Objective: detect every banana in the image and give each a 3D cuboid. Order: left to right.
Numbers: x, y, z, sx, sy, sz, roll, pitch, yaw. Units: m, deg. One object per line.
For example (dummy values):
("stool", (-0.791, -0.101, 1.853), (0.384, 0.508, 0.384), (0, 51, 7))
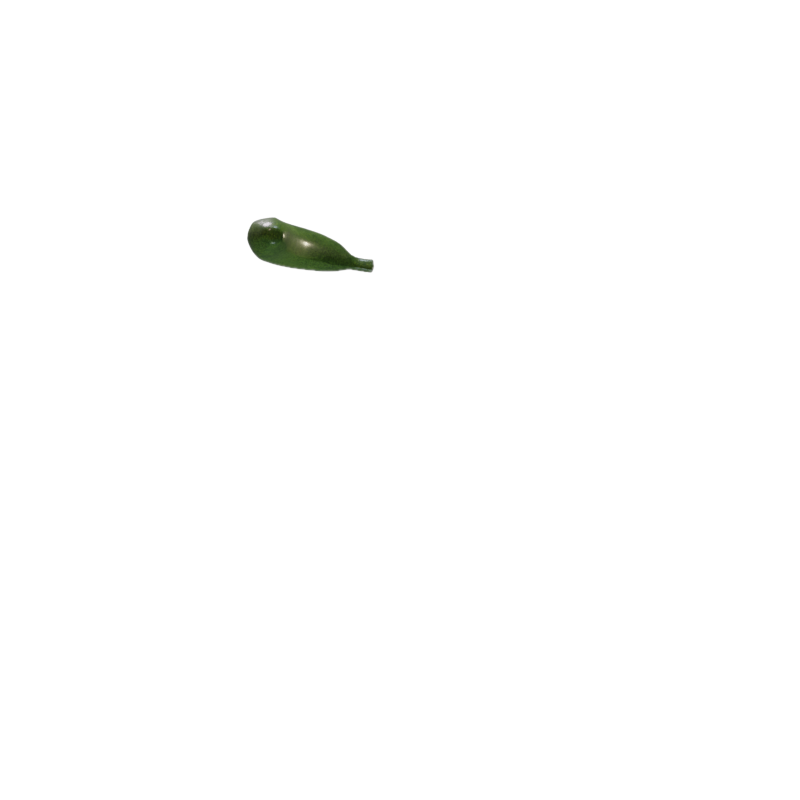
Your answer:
("banana", (-0.090, -0.136, 0.962), (0.071, 0.037, 0.191), (-1, 0, 23))
